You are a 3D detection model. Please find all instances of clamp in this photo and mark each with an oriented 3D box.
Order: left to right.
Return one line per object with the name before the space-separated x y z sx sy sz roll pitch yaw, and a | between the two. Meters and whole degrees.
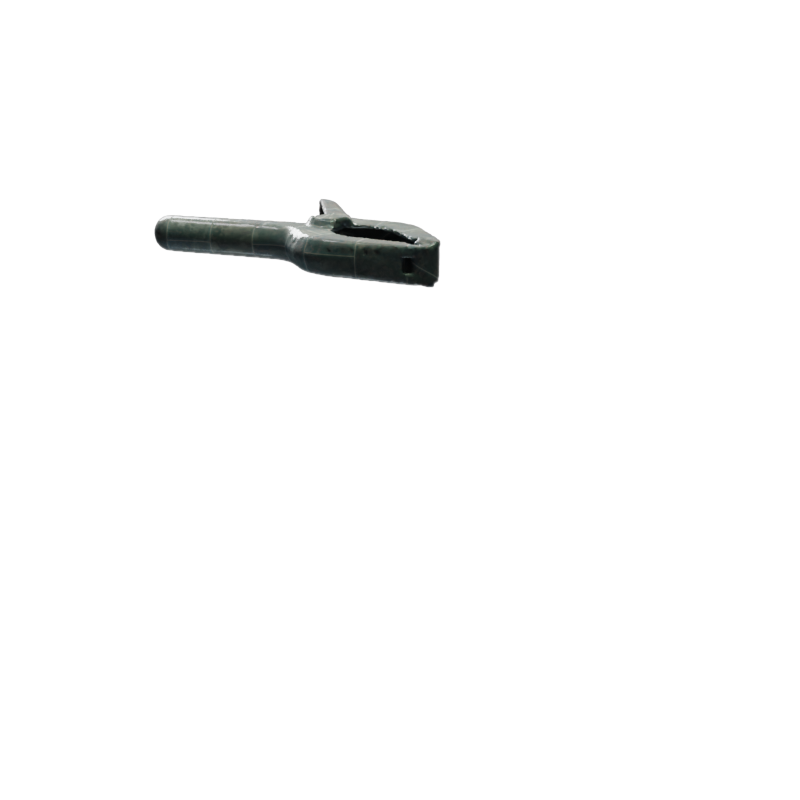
clamp | -0.060 -0.109 0.760 0.160 0.035 0.223 -12 22 -33
